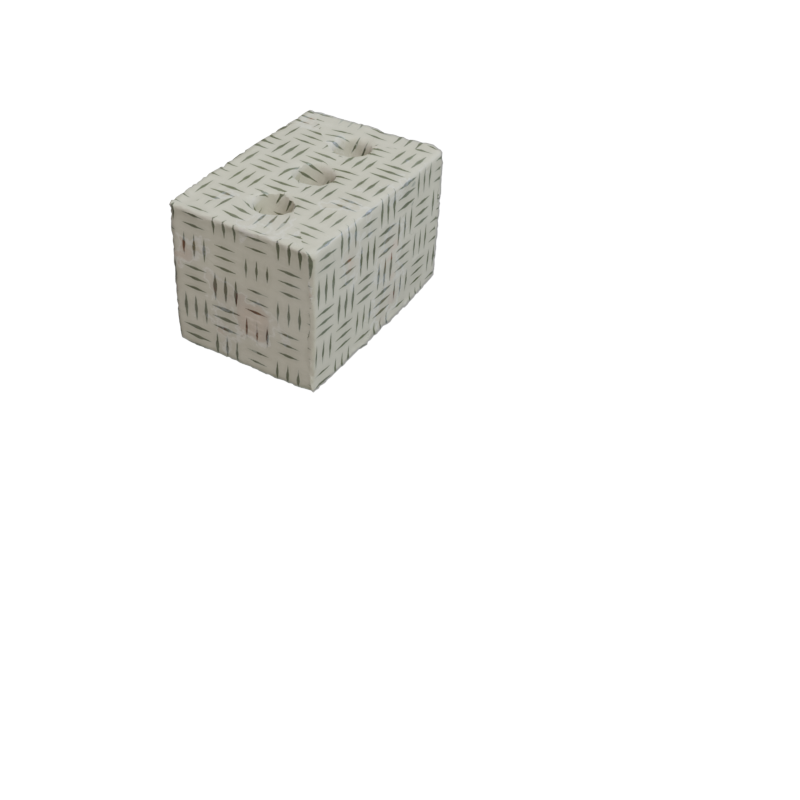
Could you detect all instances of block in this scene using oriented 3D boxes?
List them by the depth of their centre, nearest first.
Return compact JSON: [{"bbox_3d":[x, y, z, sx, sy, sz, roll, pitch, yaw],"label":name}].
[{"bbox_3d":[-0.028,-0.050,0.352,0.055,0.048,0.079,20,41,23],"label":"block"}]
